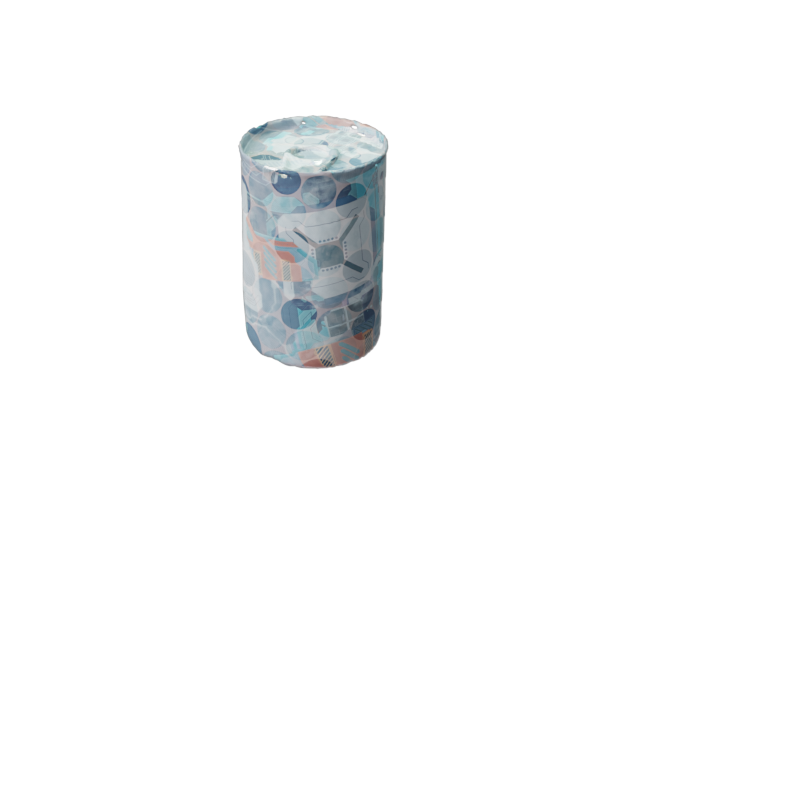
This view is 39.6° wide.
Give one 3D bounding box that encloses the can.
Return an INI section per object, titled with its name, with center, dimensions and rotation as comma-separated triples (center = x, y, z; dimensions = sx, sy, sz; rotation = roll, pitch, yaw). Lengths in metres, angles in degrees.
[can]
center = -0.041, -0.075, 0.525
dimensions = 0.068, 0.096, 0.073
rotation = 0, 30, -2
